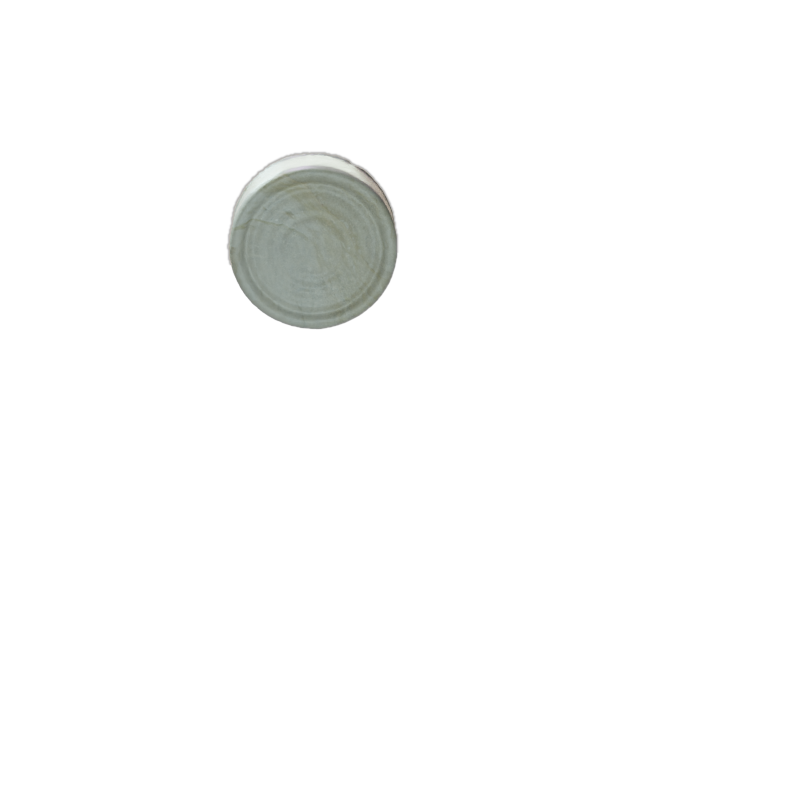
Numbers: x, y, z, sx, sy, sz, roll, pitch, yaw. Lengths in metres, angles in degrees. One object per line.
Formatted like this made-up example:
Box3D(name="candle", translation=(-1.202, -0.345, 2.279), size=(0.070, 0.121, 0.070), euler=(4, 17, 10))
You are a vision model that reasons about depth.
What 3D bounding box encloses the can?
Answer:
Box3D(name="can", translation=(-0.044, -0.080, 0.563), size=(0.086, 0.083, 0.035), euler=(0, 17, -1))
